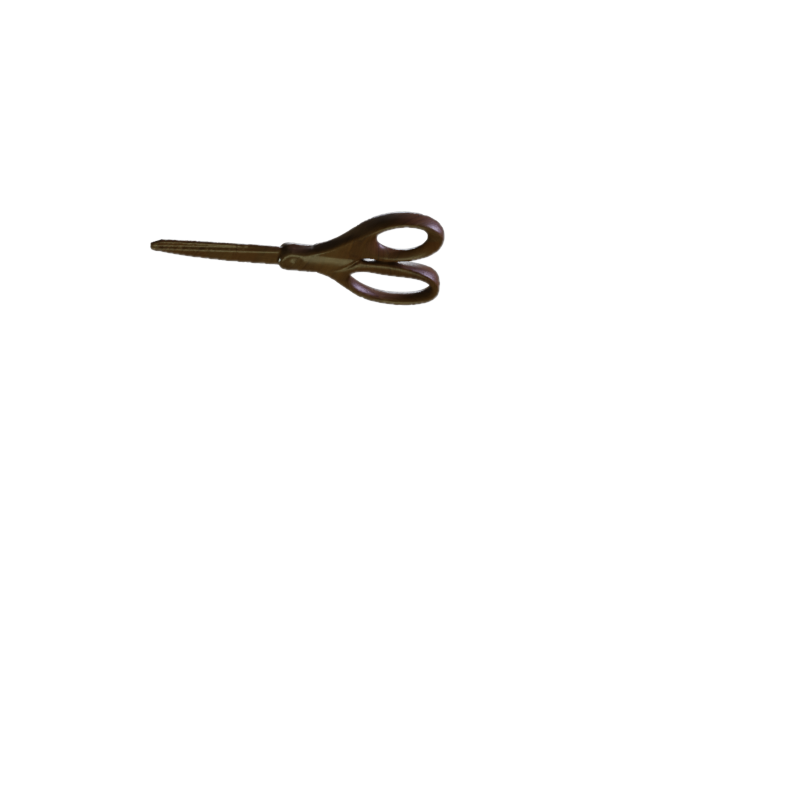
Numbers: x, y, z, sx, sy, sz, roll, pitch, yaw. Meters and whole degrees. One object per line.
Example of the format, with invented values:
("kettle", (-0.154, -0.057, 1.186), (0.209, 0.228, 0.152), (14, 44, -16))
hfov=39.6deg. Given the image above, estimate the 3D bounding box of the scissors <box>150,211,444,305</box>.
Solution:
("scissors", (-0.058, -0.107, 0.747), (0.195, 0.017, 0.092), (14, -39, -18))
